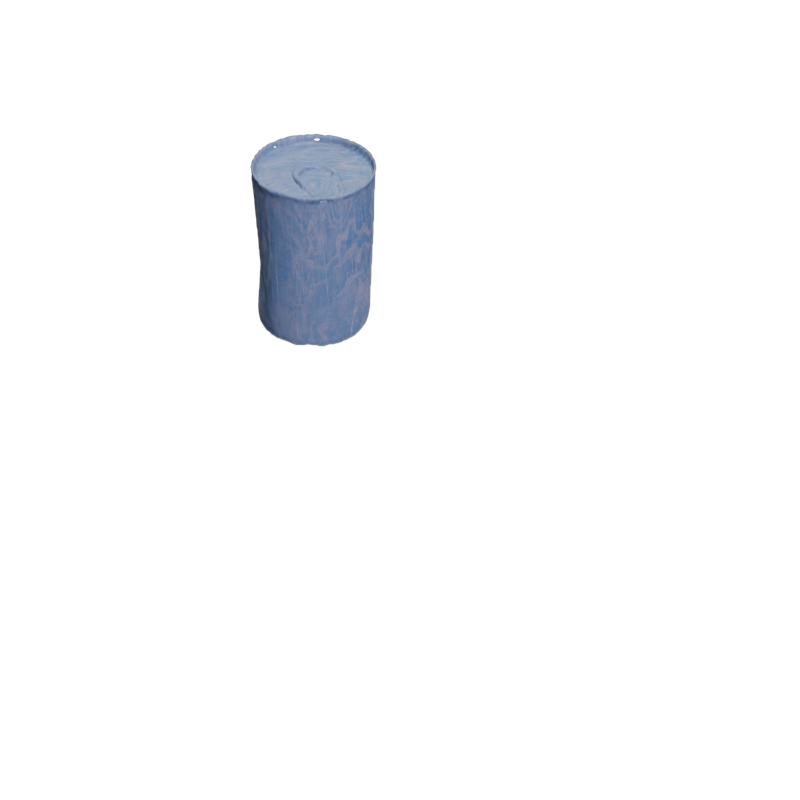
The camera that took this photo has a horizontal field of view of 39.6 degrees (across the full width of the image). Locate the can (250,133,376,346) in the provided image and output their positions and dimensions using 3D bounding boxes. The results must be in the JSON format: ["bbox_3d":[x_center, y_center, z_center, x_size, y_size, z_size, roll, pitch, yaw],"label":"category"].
[{"bbox_3d":[-0.049,-0.089,0.626,0.068,0.095,0.073,0,38,-3],"label":"can"}]
